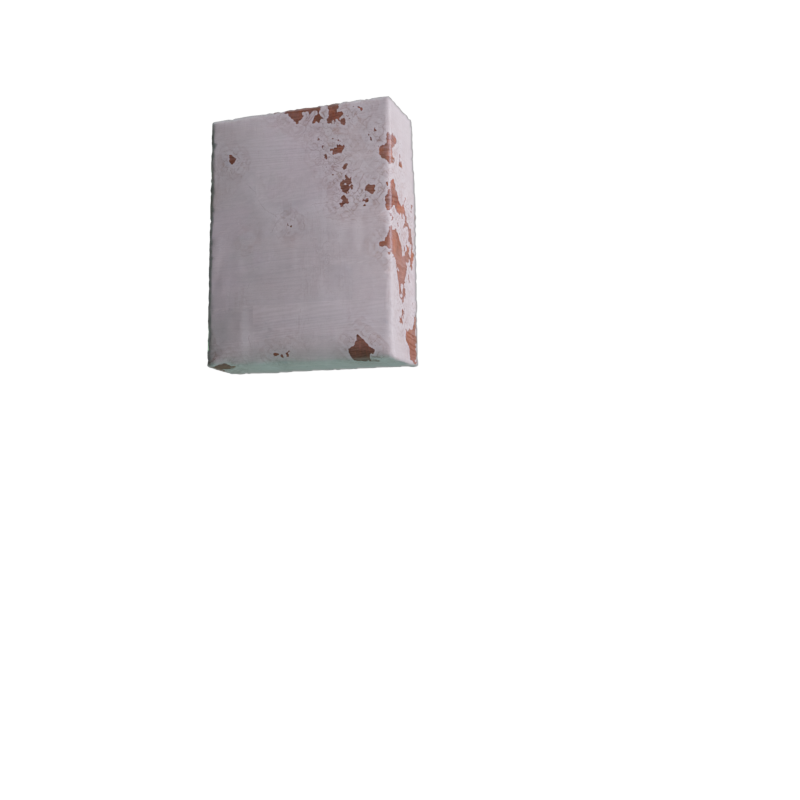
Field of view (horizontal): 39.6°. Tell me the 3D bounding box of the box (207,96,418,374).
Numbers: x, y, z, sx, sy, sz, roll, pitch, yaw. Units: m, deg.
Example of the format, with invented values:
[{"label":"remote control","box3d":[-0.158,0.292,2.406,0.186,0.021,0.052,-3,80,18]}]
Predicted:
[{"label":"box","box3d":[-0.072,-0.132,0.924,0.168,0.221,0.068,-5,-13,20]}]
